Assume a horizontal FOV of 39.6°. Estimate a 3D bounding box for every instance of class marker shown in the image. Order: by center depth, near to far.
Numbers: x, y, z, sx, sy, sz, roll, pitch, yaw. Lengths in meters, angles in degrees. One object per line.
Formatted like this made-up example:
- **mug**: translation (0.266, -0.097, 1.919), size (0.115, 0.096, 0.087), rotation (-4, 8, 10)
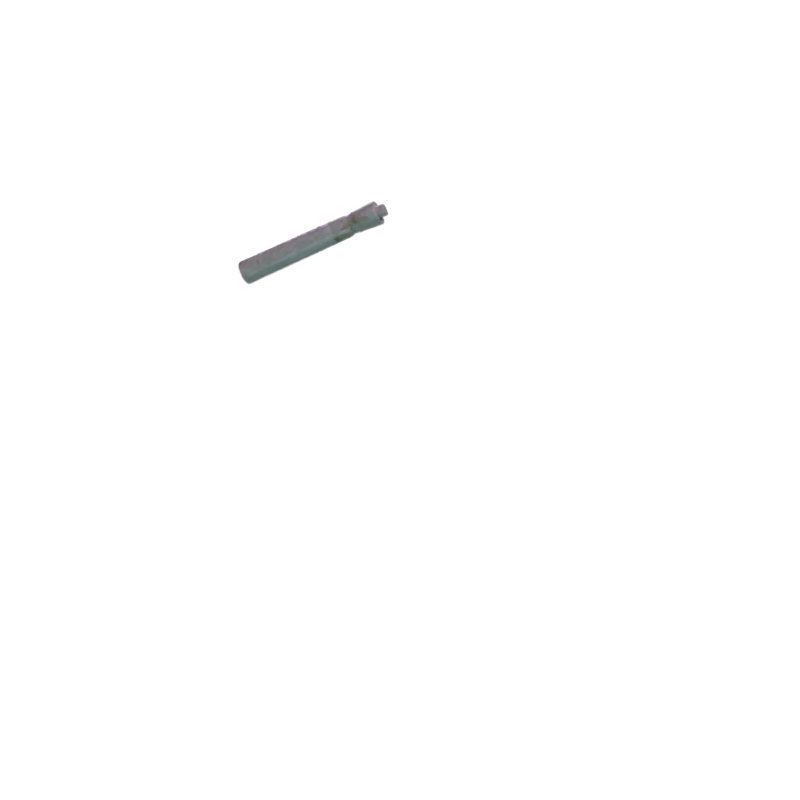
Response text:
- **marker**: translation (-0.065, -0.118, 0.828), size (0.121, 0.020, 0.019), rotation (-22, -2, 16)
